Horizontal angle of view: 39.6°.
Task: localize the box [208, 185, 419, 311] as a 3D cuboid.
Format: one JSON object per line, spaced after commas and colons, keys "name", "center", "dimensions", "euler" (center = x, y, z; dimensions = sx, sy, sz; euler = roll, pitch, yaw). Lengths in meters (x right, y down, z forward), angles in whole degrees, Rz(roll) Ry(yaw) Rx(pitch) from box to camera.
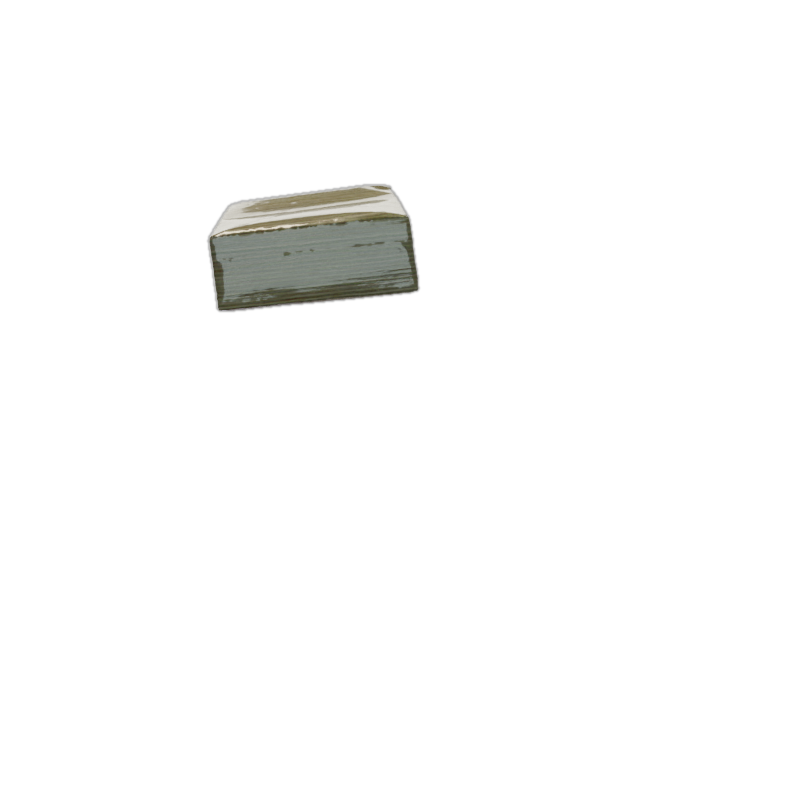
{"name": "box", "center": [-0.077, -0.140, 0.981], "dimensions": [0.164, 0.069, 0.221], "euler": [-7, 17, -1]}
